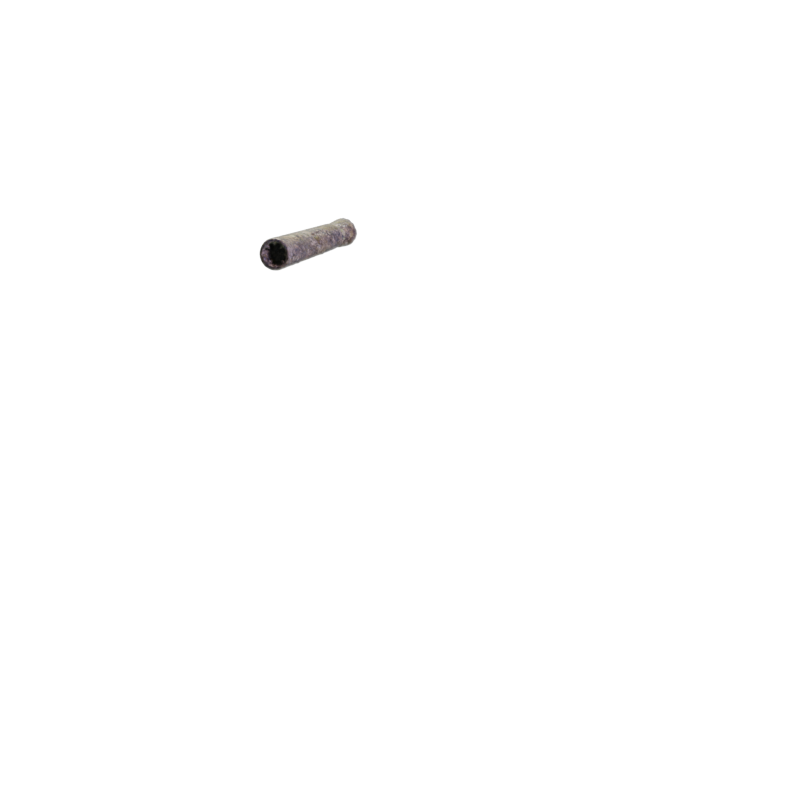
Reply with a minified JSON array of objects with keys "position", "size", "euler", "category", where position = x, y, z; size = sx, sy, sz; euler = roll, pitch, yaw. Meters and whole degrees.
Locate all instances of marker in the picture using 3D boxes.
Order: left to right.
[{"position":[-0.053,-0.097,0.682],"size":[0.020,0.019,0.121],"euler":[1,15,18],"category":"marker"}]
